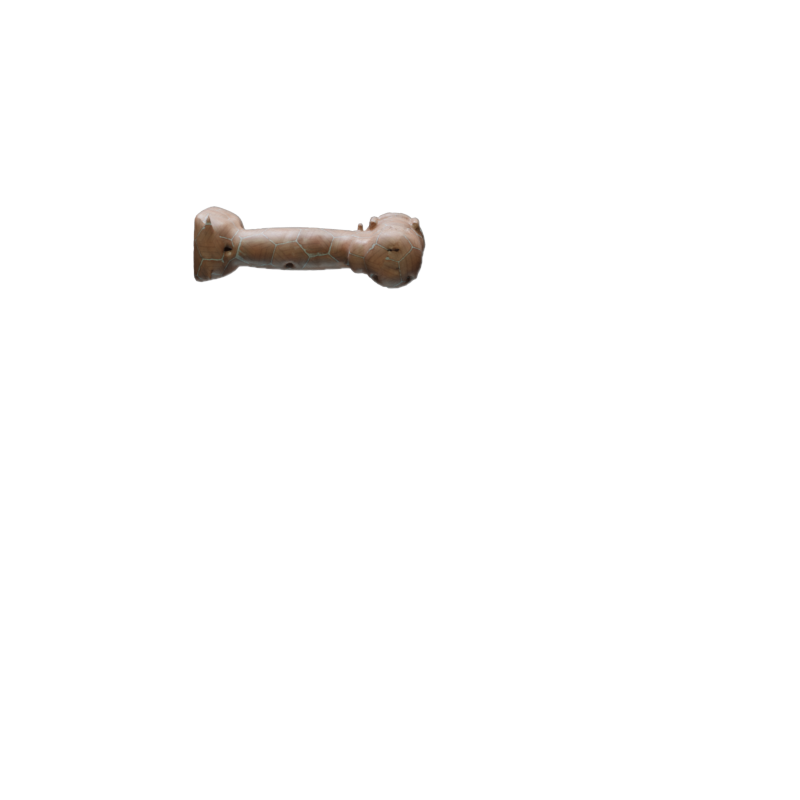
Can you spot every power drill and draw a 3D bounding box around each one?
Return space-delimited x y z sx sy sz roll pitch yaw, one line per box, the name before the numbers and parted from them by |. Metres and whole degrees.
power drill | -0.073 -0.133 0.930 0.188 0.056 0.188 0 13 2
